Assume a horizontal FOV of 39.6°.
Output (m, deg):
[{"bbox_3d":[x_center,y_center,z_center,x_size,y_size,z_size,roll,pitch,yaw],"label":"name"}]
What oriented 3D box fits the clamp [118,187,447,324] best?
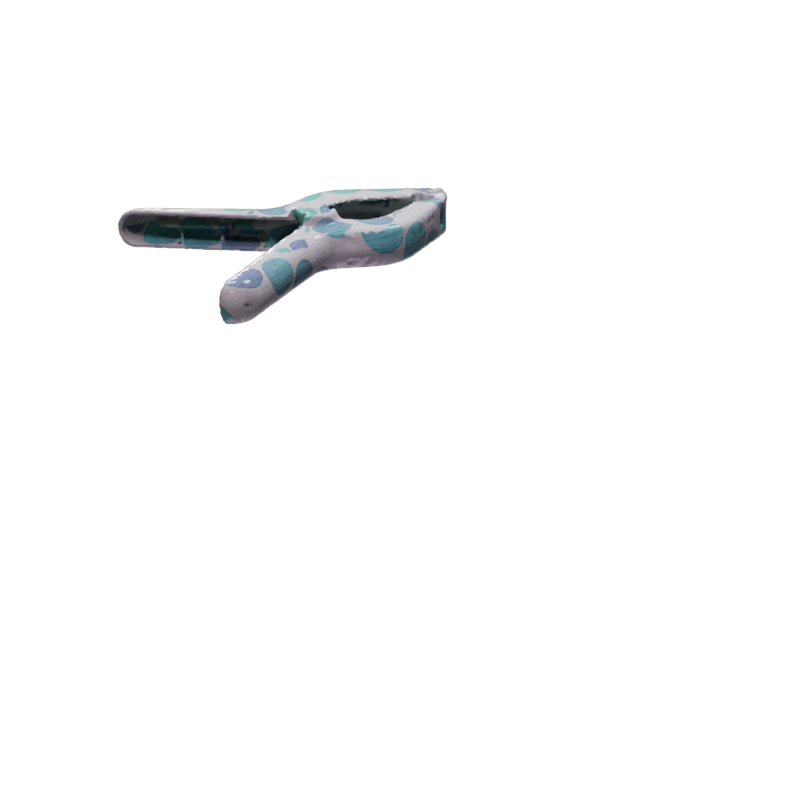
[{"bbox_3d":[-0.054,-0.098,0.689,0.206,0.034,0.176,-12,30,-22],"label":"clamp"}]
